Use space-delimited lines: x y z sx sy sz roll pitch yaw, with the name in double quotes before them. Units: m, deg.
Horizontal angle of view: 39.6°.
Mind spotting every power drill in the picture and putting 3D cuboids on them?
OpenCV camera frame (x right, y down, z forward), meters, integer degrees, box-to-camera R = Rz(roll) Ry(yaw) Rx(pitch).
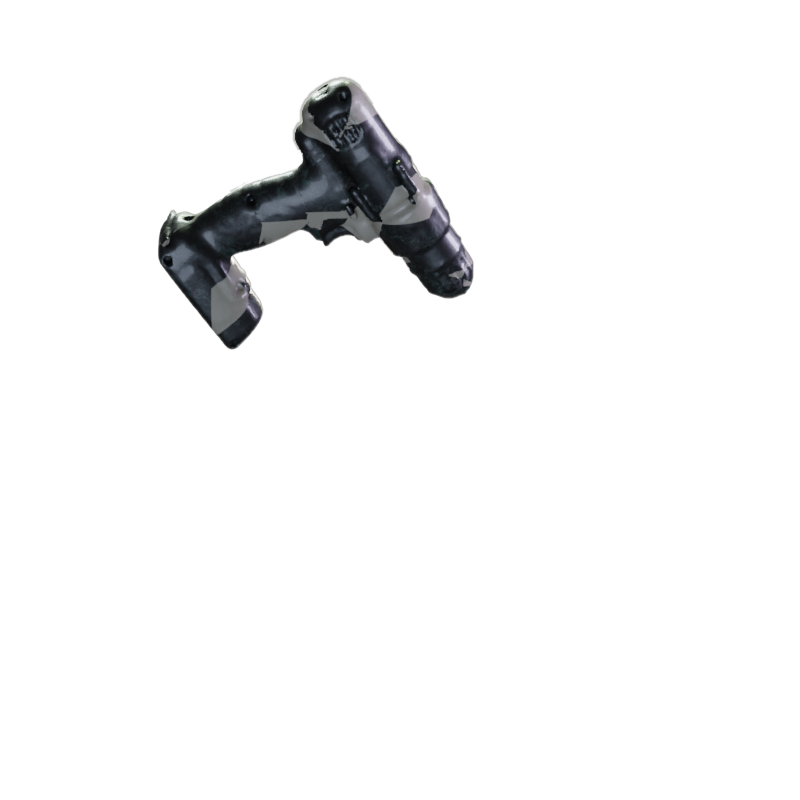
"power drill" -0.062 -0.112 0.787 0.187 0.174 0.061 -29 24 14
